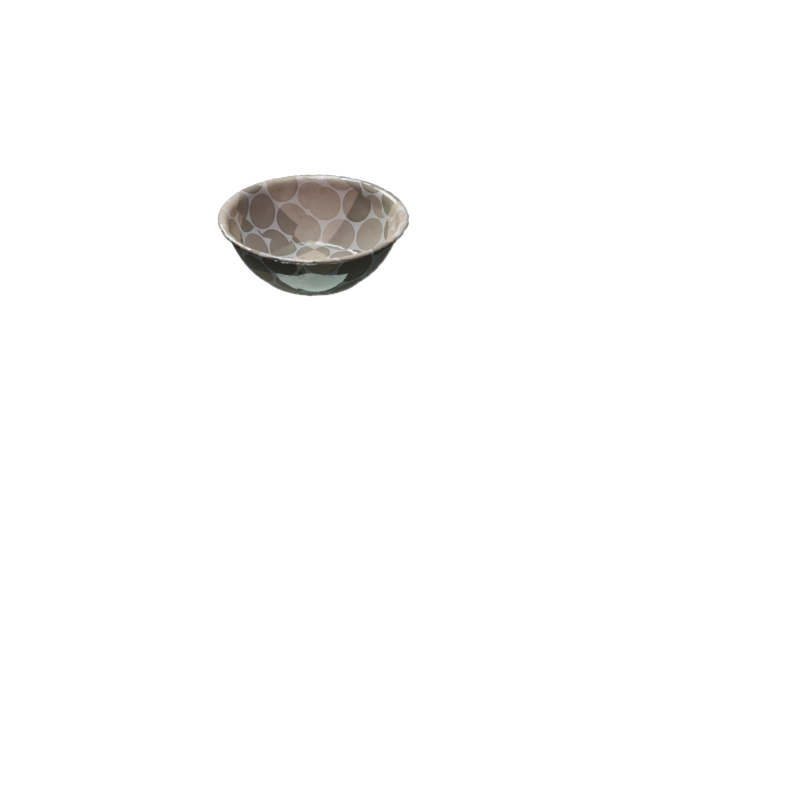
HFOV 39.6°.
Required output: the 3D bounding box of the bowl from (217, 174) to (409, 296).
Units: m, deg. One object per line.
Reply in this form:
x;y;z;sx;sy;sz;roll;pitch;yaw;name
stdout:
-0.074;-0.135;0.949;0.162;0.052;0.173;-1;35;-2;bowl
